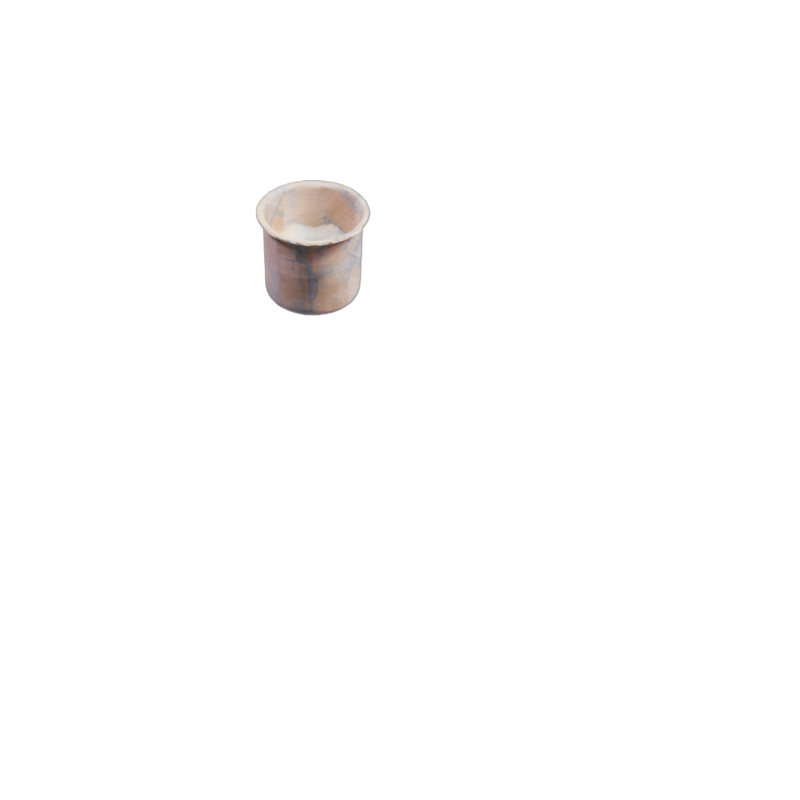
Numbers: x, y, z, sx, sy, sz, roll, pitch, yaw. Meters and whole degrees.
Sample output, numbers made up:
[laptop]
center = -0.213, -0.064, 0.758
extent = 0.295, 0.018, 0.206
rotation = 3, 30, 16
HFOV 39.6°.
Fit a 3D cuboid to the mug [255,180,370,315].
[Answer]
[mug]
center = -0.073, -0.133, 0.932
extent = 0.093, 0.076, 0.125
rotation = 0, 40, -2
